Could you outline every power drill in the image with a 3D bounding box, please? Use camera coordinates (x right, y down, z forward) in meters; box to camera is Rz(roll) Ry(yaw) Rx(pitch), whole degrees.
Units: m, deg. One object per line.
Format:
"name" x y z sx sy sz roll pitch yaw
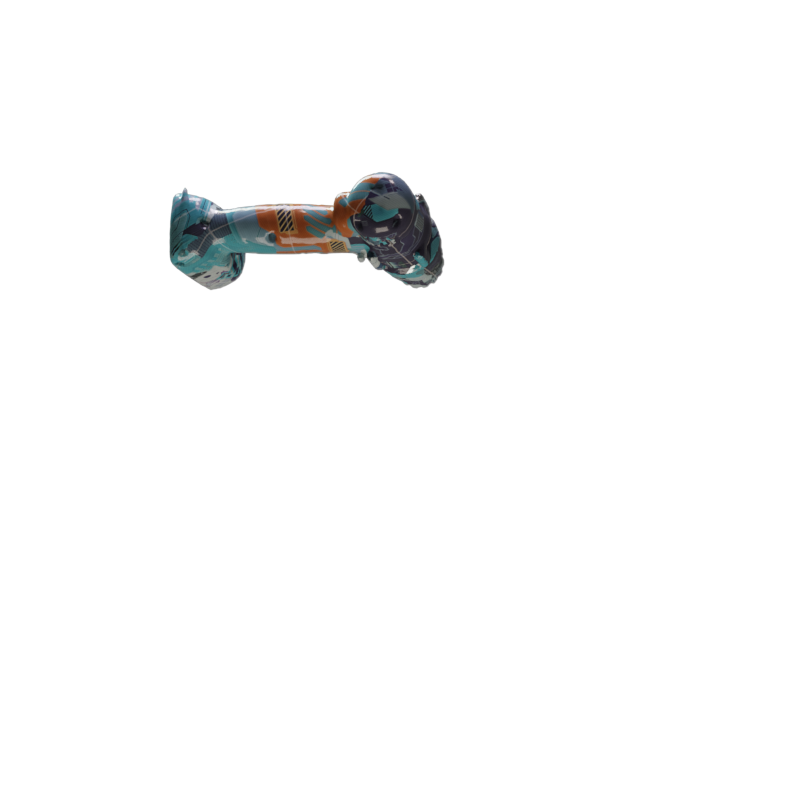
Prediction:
"power drill" -0.065 -0.118 0.829 0.190 0.059 0.175 -3 -12 12
